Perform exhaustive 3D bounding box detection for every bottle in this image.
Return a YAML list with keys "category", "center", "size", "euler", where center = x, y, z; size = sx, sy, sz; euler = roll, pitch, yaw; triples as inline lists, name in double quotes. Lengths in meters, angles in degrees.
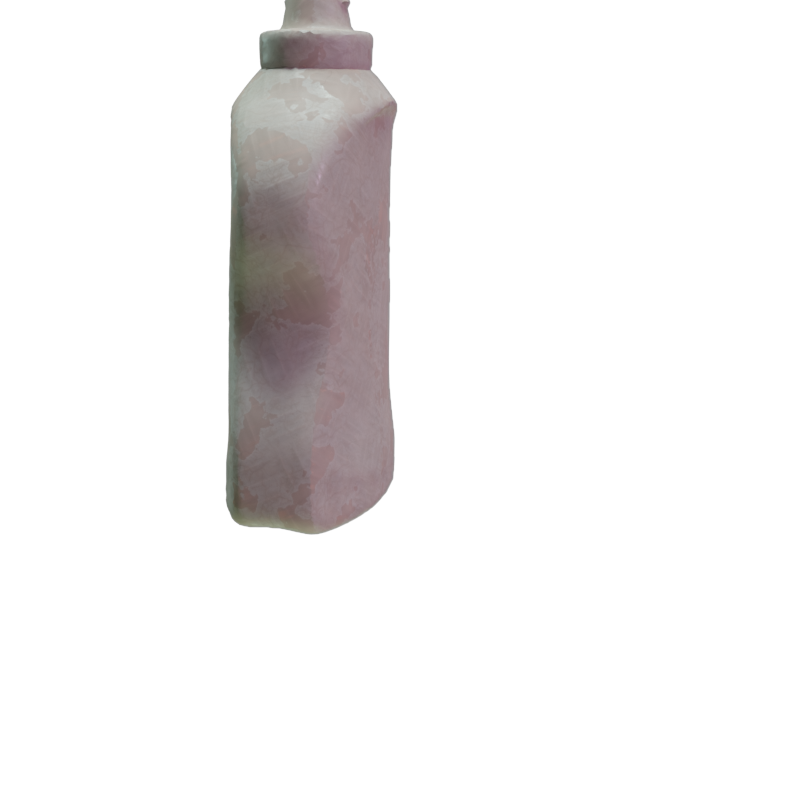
- category: "bottle"
  center: [-0.031, -0.058, 0.406]
  size: [0.060, 0.188, 0.096]
  euler: [3, 9, 16]
